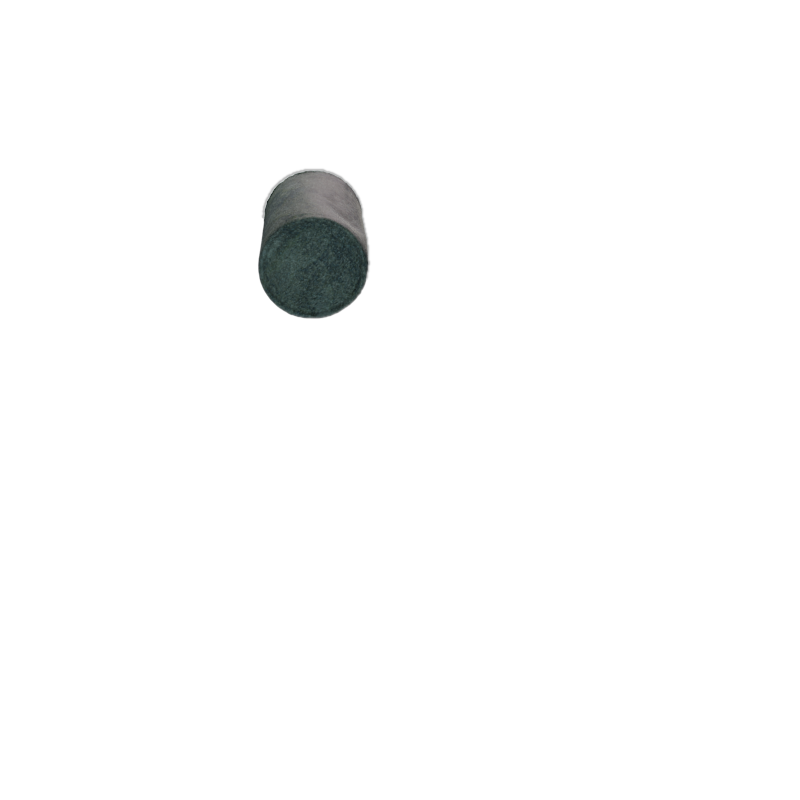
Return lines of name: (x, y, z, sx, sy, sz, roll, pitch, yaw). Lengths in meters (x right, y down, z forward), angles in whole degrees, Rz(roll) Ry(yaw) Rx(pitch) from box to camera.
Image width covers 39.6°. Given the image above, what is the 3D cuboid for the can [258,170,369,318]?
can: (-0.056, -0.101, 0.710, 0.068, 0.065, 0.108, 0, 24, -3)
